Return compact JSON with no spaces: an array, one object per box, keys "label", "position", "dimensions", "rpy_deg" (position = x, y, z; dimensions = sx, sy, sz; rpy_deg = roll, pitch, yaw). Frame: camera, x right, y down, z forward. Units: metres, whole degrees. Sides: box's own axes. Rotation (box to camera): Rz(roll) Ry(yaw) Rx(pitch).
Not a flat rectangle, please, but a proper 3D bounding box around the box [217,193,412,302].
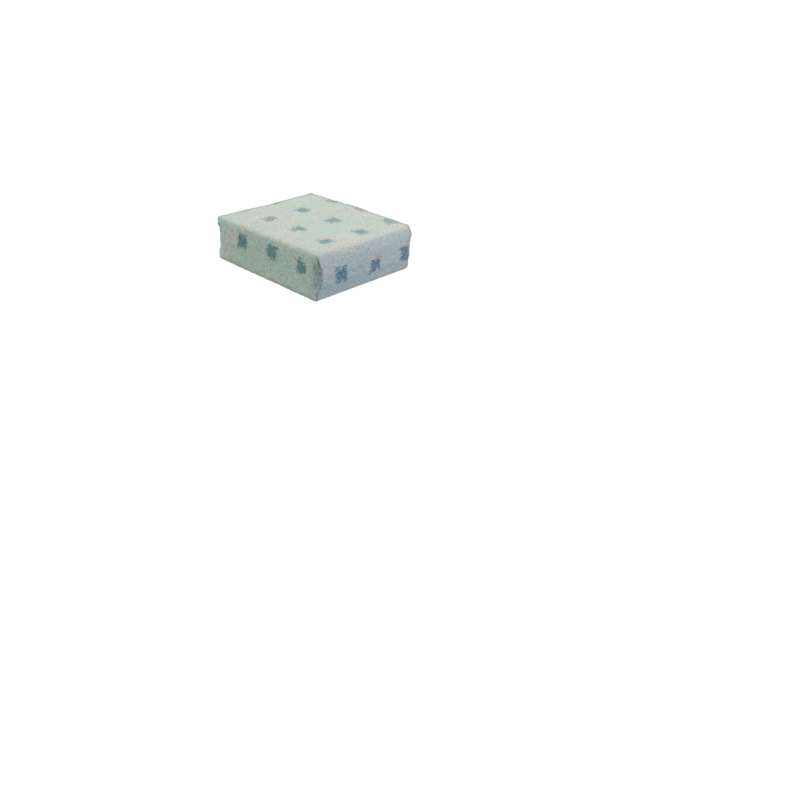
[{"label":"box","position":[-0.050,-0.091,0.640],"dimensions":[0.072,0.029,0.095],"rpy_deg":[-22,33,-38]}]
